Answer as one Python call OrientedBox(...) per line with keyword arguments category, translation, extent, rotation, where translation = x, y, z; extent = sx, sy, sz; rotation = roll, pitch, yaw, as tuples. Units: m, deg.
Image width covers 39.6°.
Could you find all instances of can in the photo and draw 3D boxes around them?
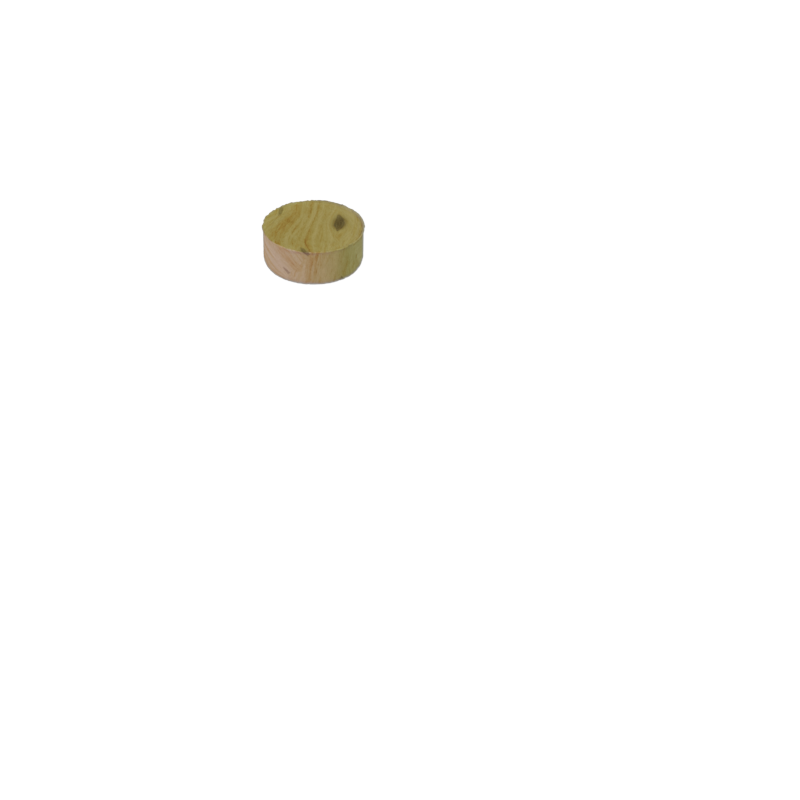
OrientedBox(category="can", translation=(-0.073, -0.133, 0.931), extent=(0.086, 0.031, 0.092), rotation=(-1, 37, -2))
